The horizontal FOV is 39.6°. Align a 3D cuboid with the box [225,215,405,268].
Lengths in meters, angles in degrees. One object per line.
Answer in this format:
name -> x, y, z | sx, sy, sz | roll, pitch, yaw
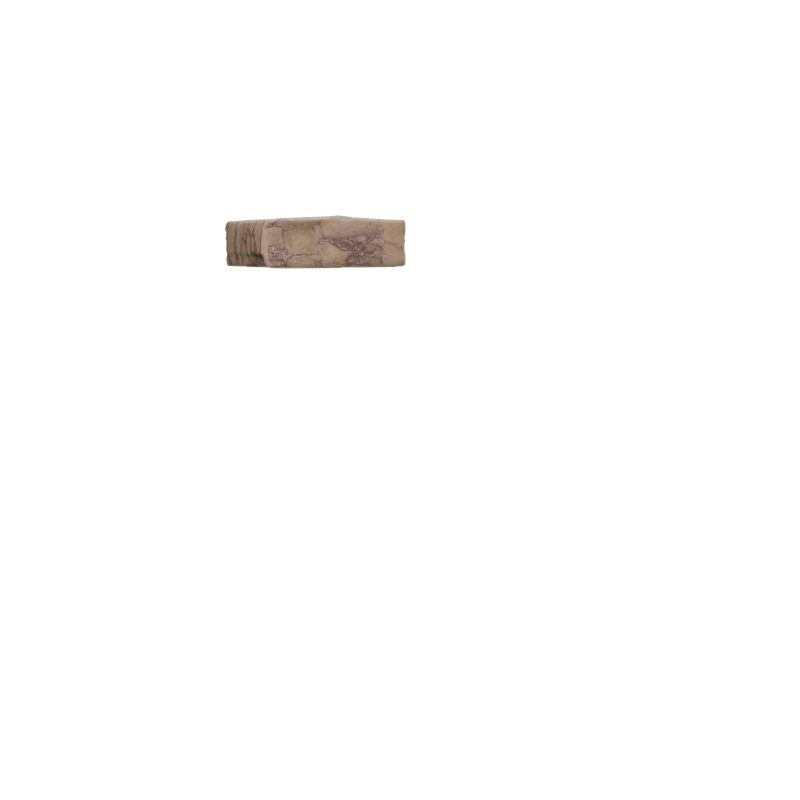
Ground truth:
box -> -0.052, -0.094, 0.660 | 0.087, 0.030, 0.076 | -3, 8, -24
